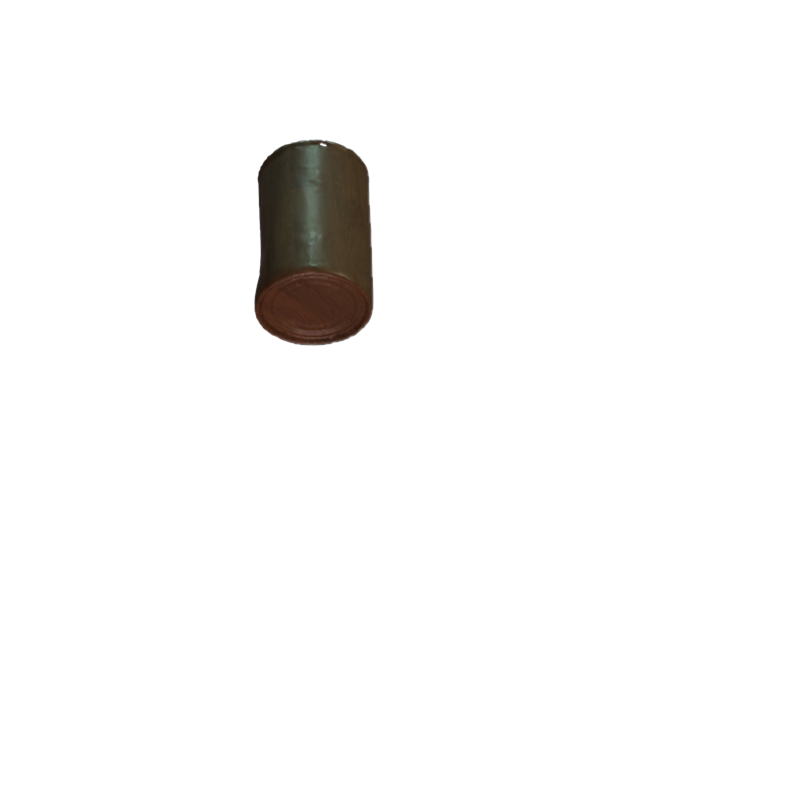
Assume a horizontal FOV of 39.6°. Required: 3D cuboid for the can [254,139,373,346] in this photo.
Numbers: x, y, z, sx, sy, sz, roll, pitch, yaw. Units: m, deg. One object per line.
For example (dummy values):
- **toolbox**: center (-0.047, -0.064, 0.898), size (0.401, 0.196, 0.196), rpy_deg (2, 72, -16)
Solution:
- **can**: center (-0.050, -0.091, 0.641), size (0.068, 0.110, 0.064), rpy_deg (-1, -38, -3)
